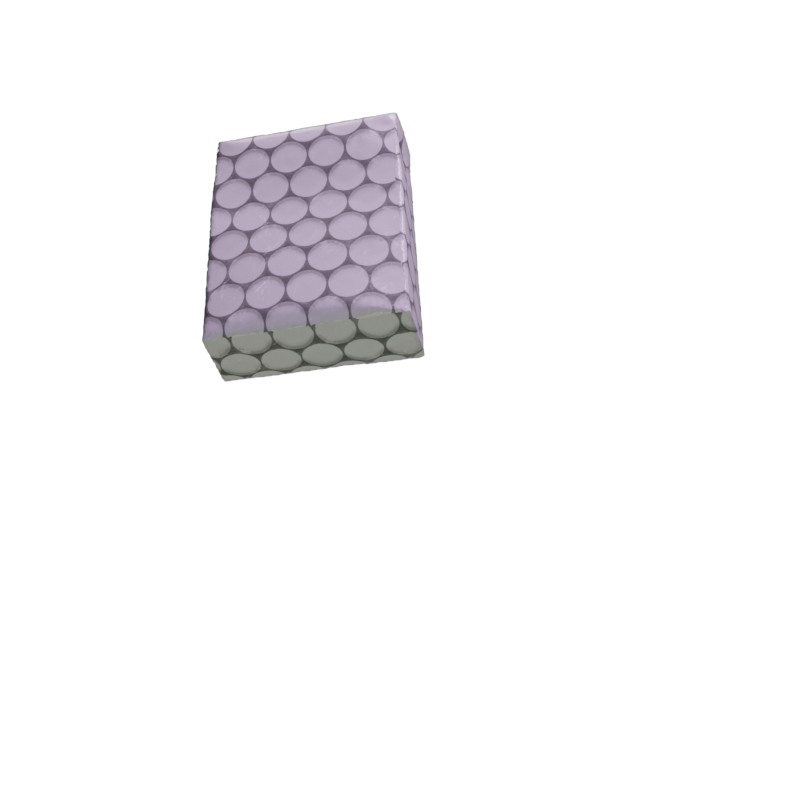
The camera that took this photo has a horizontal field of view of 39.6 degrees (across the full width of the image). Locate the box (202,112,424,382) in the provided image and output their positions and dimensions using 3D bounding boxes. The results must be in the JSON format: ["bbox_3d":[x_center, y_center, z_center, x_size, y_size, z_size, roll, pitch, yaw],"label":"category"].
[{"bbox_3d":[-0.071,-0.130,0.911,0.165,0.229,0.066,-8,-36,9],"label":"box"}]
